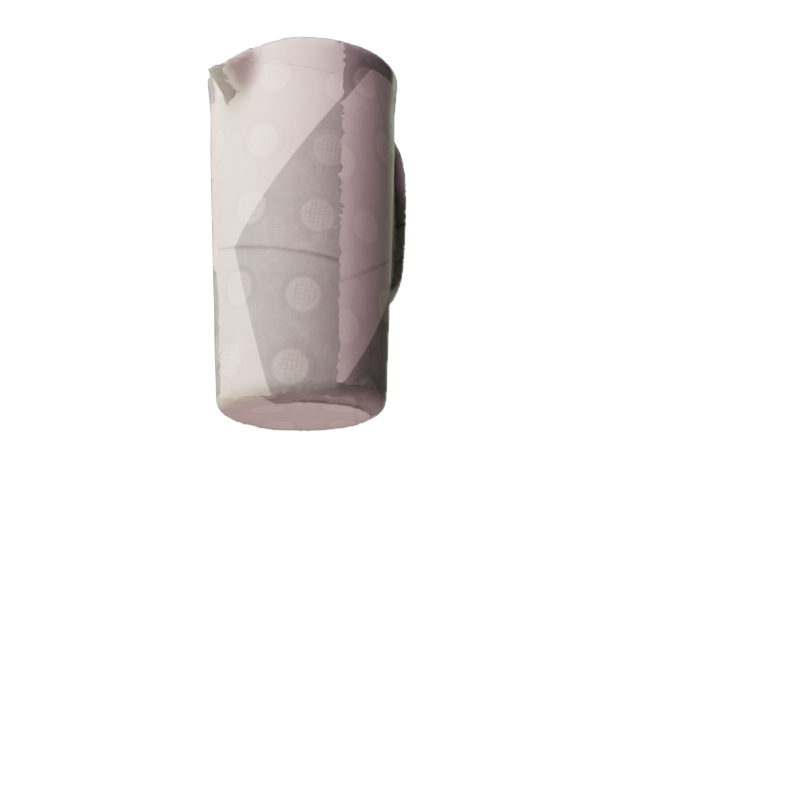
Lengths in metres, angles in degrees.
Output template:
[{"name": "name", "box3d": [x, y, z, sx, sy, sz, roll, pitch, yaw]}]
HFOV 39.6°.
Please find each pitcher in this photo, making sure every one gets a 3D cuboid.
[{"name": "pitcher", "box3d": [-0.058, -0.107, 0.747, 0.148, 0.254, 0.140, 1, -18, -7]}]
